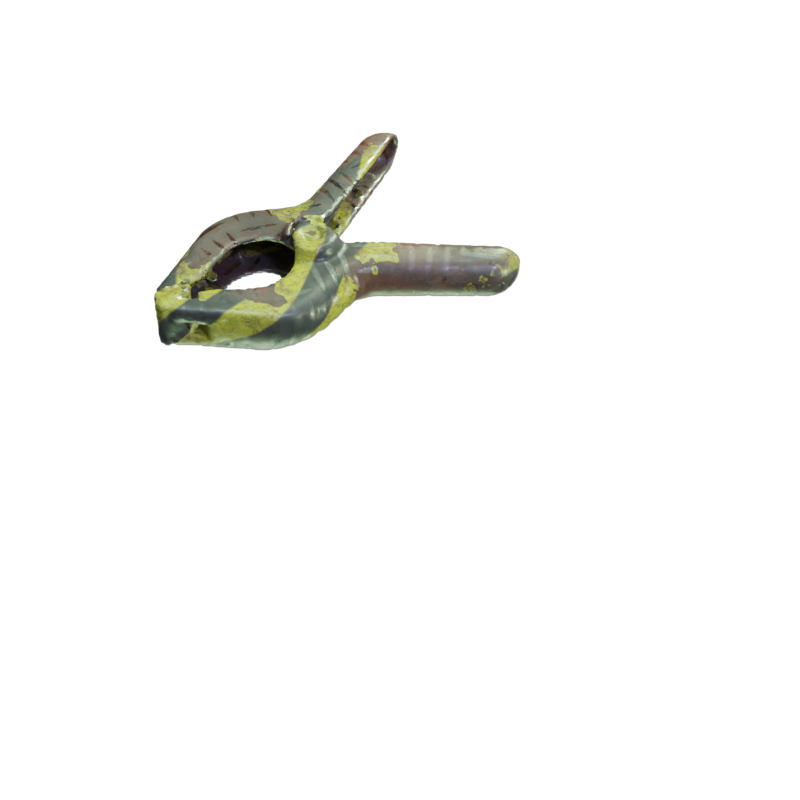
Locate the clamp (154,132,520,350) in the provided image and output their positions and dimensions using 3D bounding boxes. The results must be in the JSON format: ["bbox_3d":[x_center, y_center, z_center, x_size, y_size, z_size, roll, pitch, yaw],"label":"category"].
[{"bbox_3d":[-0.042,-0.077,0.541,0.169,0.037,0.130,-16,44,-17],"label":"clamp"}]
